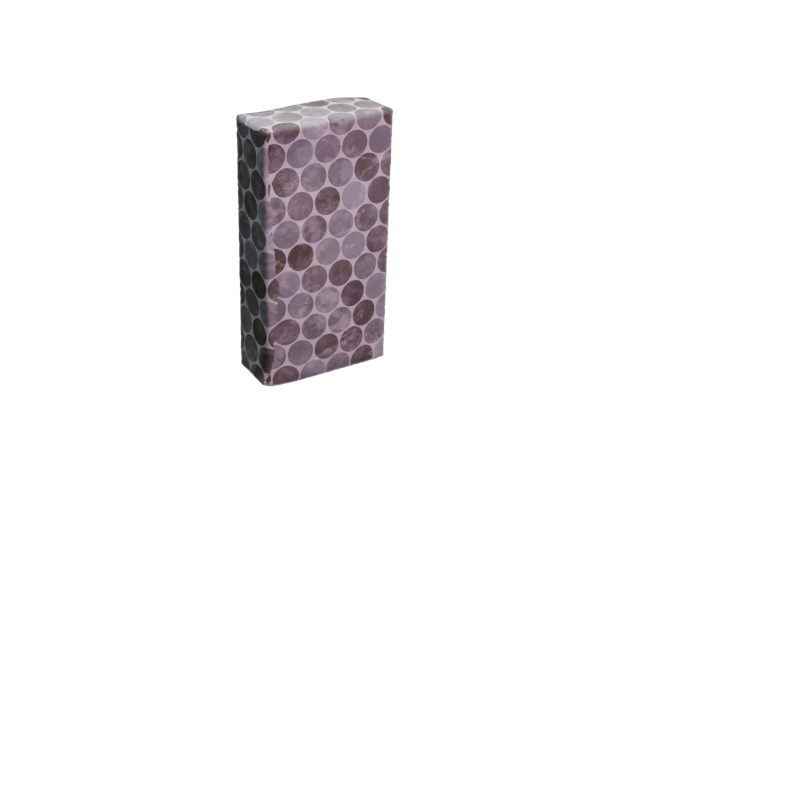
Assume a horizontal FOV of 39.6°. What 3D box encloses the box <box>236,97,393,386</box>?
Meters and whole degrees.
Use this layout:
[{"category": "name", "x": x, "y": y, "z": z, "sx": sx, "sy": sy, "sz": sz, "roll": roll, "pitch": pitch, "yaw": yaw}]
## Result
[{"category": "box", "x": -0.056, "y": -0.102, "z": 0.711, "sx": 0.092, "sy": 0.167, "sz": 0.051, "roll": -14, "pitch": 28, "yaw": -30}]
